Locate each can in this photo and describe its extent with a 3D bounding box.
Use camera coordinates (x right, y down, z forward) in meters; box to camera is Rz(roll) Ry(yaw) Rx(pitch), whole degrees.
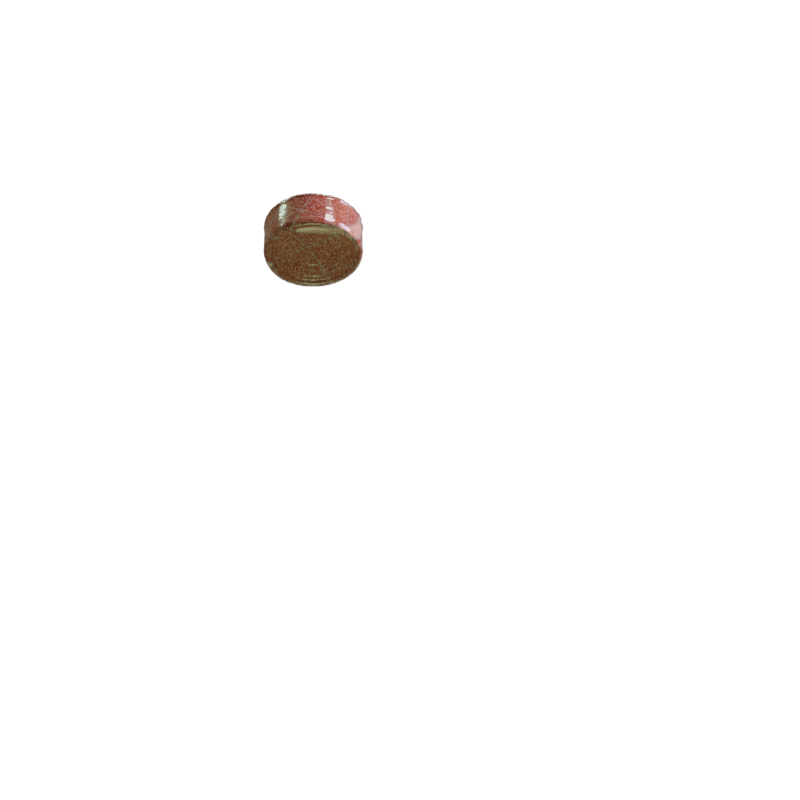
[{"bbox_3d":[-0.074,-0.135,0.949,0.086,0.036,0.080,1,-38,-2],"label":"can"}]
